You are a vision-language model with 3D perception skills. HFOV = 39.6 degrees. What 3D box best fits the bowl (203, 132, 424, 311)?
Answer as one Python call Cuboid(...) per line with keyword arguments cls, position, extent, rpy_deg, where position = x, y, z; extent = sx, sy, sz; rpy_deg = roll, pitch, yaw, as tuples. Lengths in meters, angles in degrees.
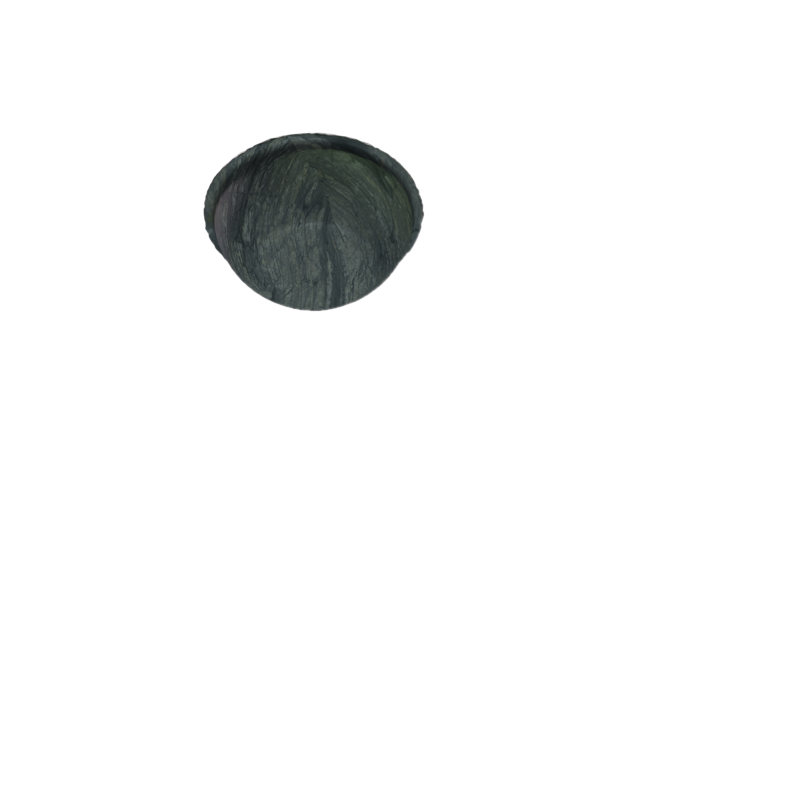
Cuboid(cls="bowl", position=(-0.063, -0.114, 0.799), extent=(0.162, 0.059, 0.151), rpy_deg=(1, -40, -1))
